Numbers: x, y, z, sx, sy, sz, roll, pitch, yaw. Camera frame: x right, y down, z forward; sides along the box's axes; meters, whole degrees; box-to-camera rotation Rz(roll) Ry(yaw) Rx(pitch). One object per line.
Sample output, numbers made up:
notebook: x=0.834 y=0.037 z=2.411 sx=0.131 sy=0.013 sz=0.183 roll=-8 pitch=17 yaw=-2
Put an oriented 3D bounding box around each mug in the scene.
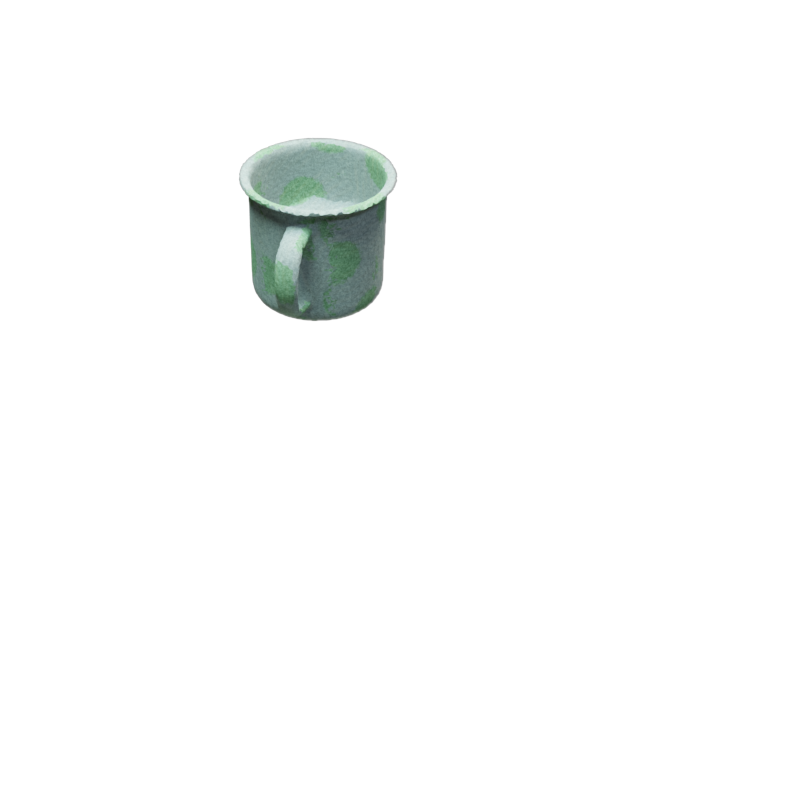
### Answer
mug: x=-0.052 y=-0.095 z=0.662 sx=0.095 sy=0.076 sz=0.123 roll=7 pitch=37 yaw=7
